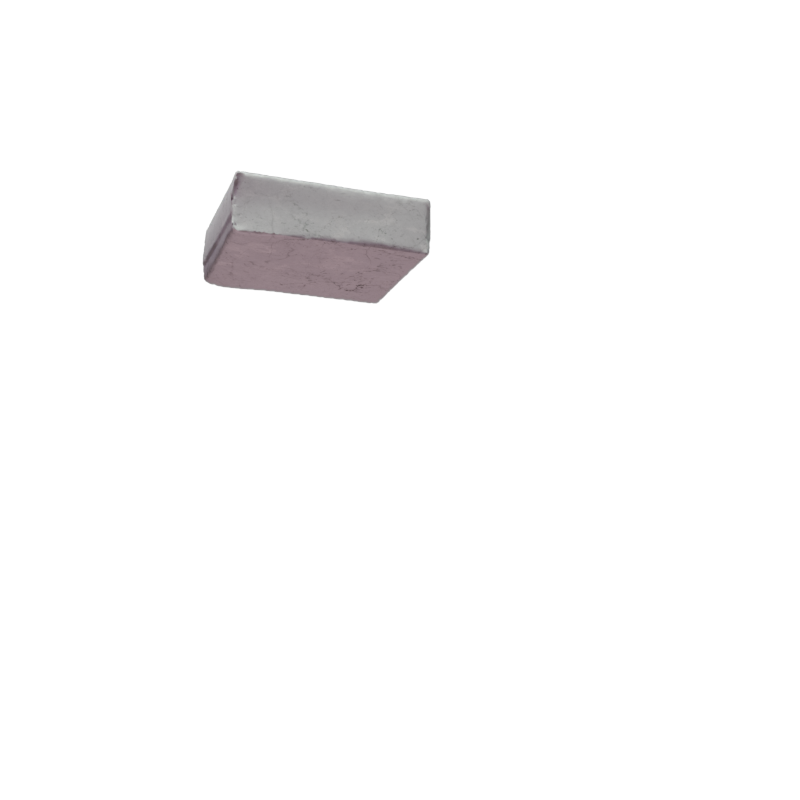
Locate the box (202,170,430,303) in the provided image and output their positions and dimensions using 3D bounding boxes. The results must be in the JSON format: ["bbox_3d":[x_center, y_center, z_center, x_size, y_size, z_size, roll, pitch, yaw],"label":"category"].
[{"bbox_3d":[-0.050,-0.090,0.632,0.111,0.041,0.088,5,-17,-17],"label":"box"}]
